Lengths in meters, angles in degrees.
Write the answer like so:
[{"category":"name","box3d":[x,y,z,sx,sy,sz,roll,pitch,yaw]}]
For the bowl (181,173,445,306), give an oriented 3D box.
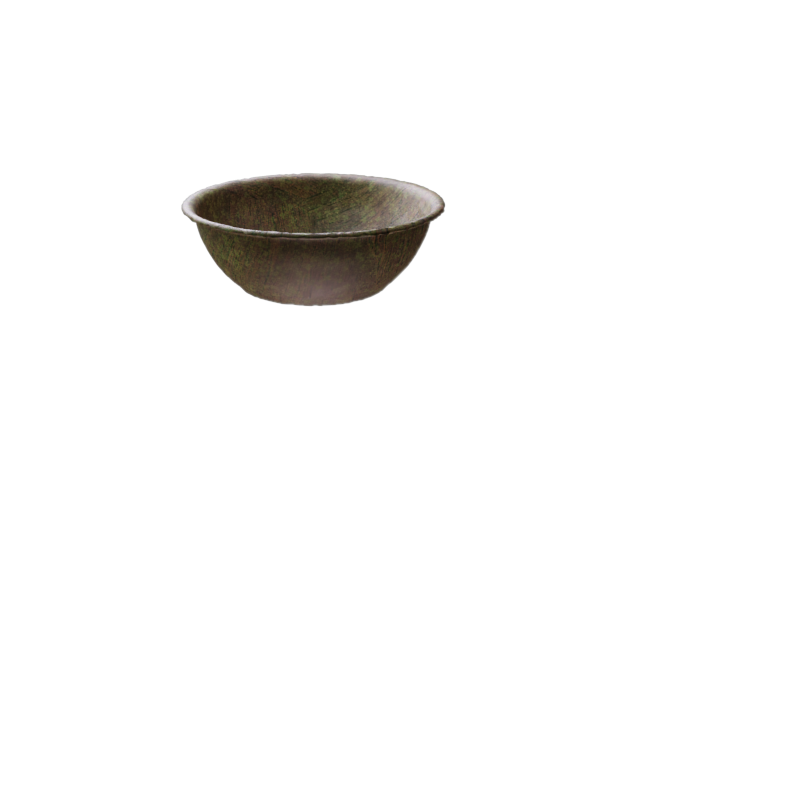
[{"category":"bowl","box3d":[-0.054,-0.098,0.689,0.162,0.053,0.170,-1,22,-2]}]
